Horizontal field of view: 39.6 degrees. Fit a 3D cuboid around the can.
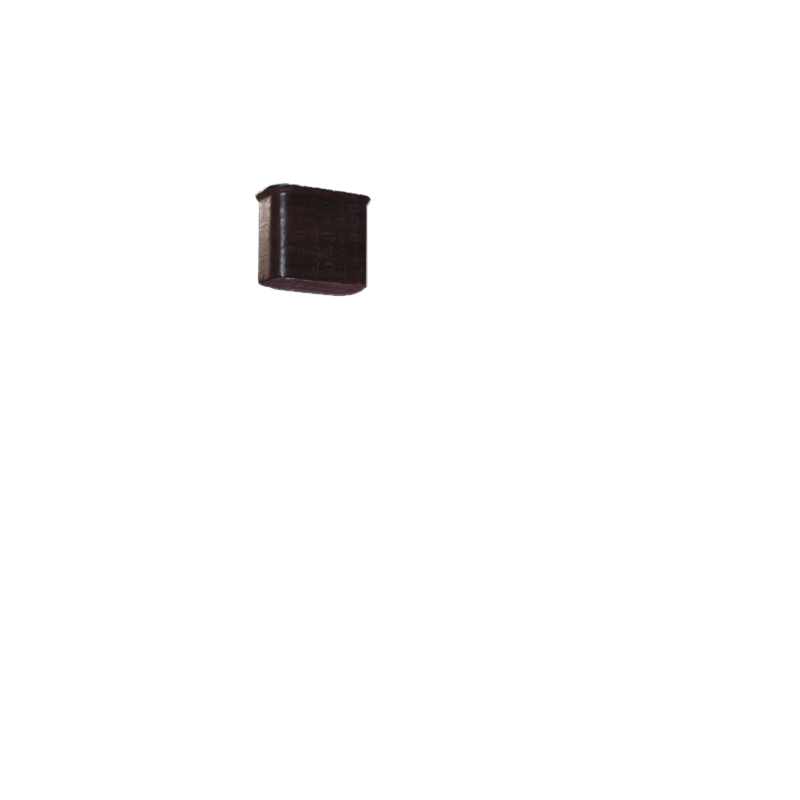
[{"bbox_3d":[-0.077,-0.140,0.982,0.098,0.086,0.058,5,-12,-28],"label":"can"}]
